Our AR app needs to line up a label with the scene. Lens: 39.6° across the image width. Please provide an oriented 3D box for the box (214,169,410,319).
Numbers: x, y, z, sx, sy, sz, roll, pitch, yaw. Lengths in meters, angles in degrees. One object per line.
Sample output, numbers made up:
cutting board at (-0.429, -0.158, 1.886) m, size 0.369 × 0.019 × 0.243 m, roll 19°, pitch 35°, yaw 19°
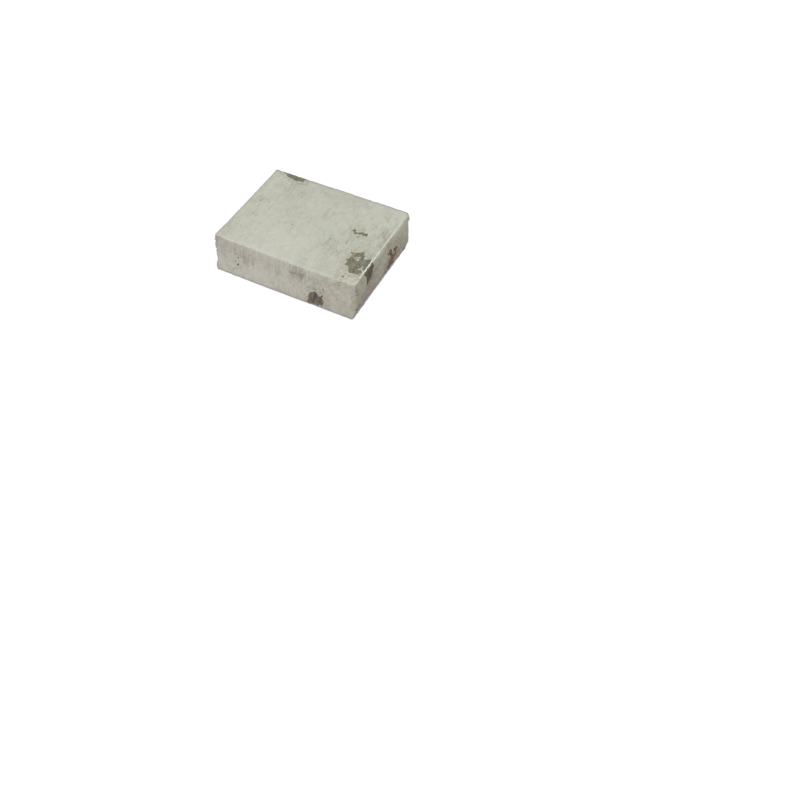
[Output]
box at (-0.062, -0.113, 0.793) m, size 0.118 × 0.036 × 0.093 m, roll 19°, pitch 45°, yaw 19°
